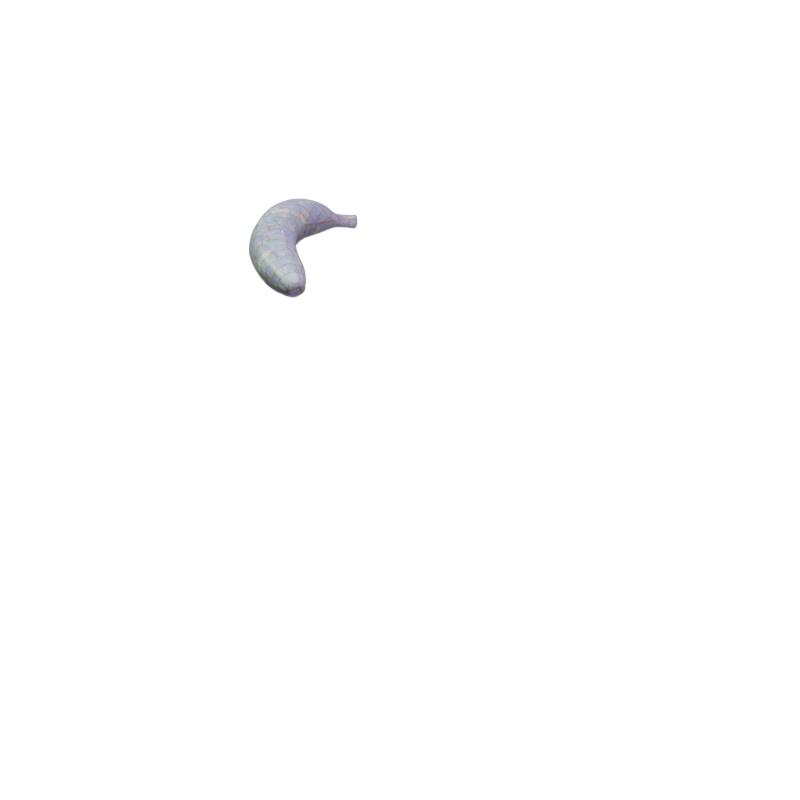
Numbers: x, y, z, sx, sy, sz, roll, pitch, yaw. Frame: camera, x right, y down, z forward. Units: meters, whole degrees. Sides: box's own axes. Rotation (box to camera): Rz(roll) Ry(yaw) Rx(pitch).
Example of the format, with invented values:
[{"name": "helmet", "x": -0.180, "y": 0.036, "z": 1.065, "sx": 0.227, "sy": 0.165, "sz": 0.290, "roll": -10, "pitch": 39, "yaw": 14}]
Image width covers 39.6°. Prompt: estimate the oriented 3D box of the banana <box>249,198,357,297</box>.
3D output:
[{"name": "banana", "x": -0.088, "y": -0.132, "z": 0.904, "sx": 0.071, "sy": 0.035, "sz": 0.204, "roll": 5, "pitch": 26, "yaw": 10}]
